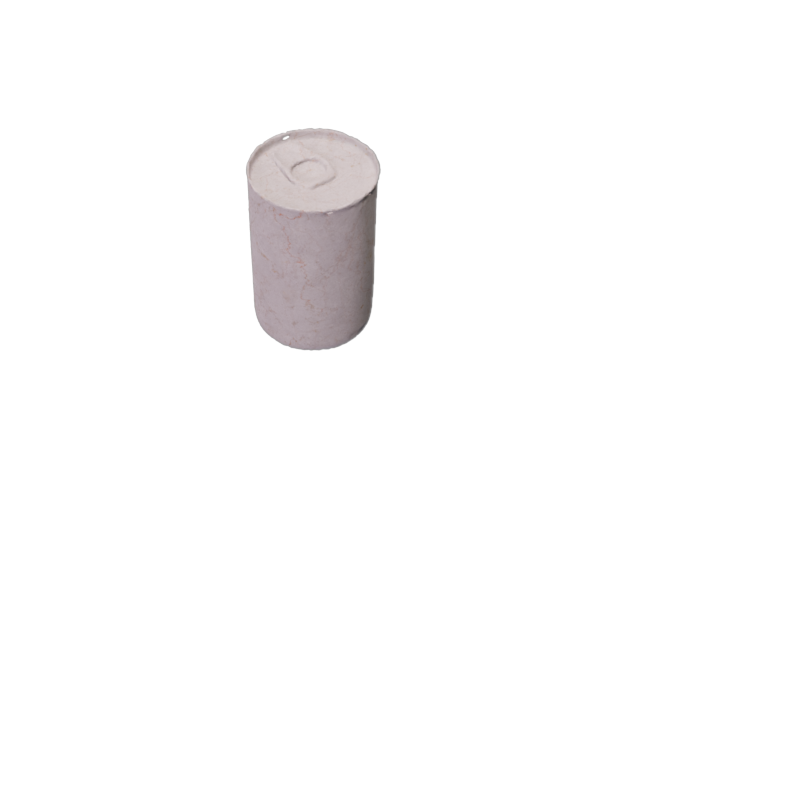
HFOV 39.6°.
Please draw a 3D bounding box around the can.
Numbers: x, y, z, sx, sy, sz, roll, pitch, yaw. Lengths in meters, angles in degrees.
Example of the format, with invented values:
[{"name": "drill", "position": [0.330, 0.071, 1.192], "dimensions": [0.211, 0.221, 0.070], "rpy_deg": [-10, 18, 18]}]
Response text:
[{"name": "can", "position": [-0.046, -0.085, 0.592], "dimensions": [0.068, 0.074, 0.095], "rpy_deg": [0, -44, -3]}]
